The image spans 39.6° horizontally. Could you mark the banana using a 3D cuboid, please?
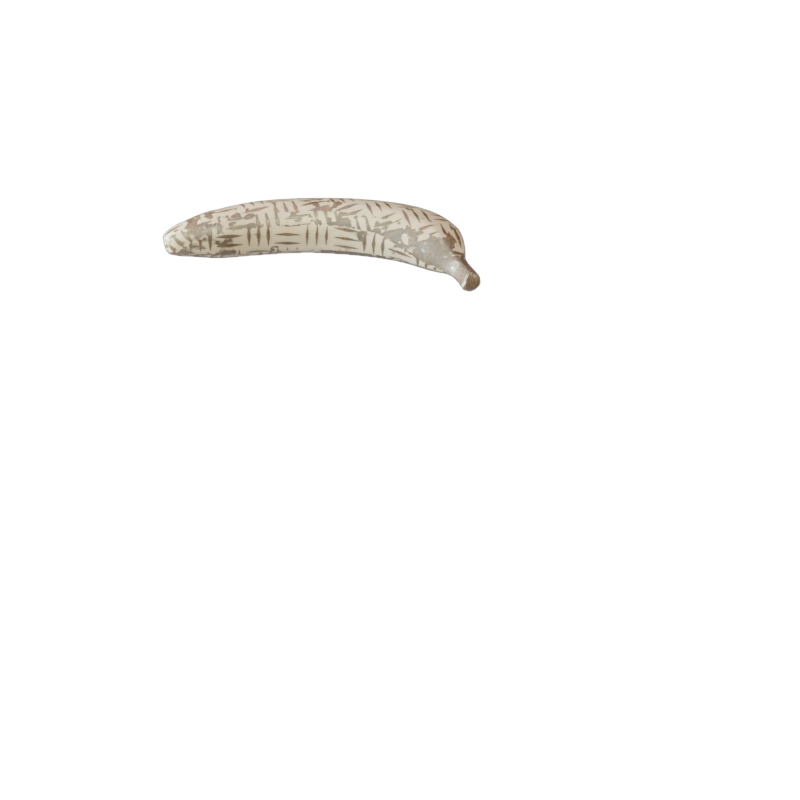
[{"bbox_3d":[-0.045,-0.103,0.687,0.202,0.035,0.071,7,24,14],"label":"banana"}]
